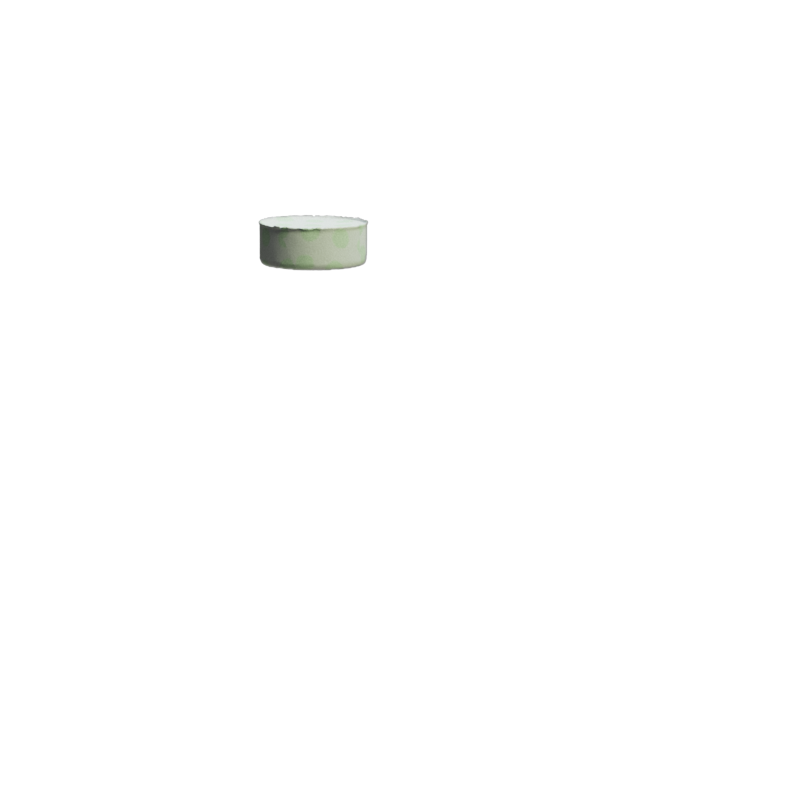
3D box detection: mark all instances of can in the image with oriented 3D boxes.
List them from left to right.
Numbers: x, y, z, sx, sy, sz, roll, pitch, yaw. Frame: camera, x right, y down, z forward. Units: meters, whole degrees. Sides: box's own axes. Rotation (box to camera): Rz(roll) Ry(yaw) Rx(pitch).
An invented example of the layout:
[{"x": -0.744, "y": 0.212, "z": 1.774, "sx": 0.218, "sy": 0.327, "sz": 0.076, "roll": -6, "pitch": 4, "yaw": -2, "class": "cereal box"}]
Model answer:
[{"x": -0.068, "y": -0.124, "z": 0.870, "sx": 0.086, "sy": 0.033, "sz": 0.088, "roll": 0, "pitch": 15, "yaw": -2, "class": "can"}]
